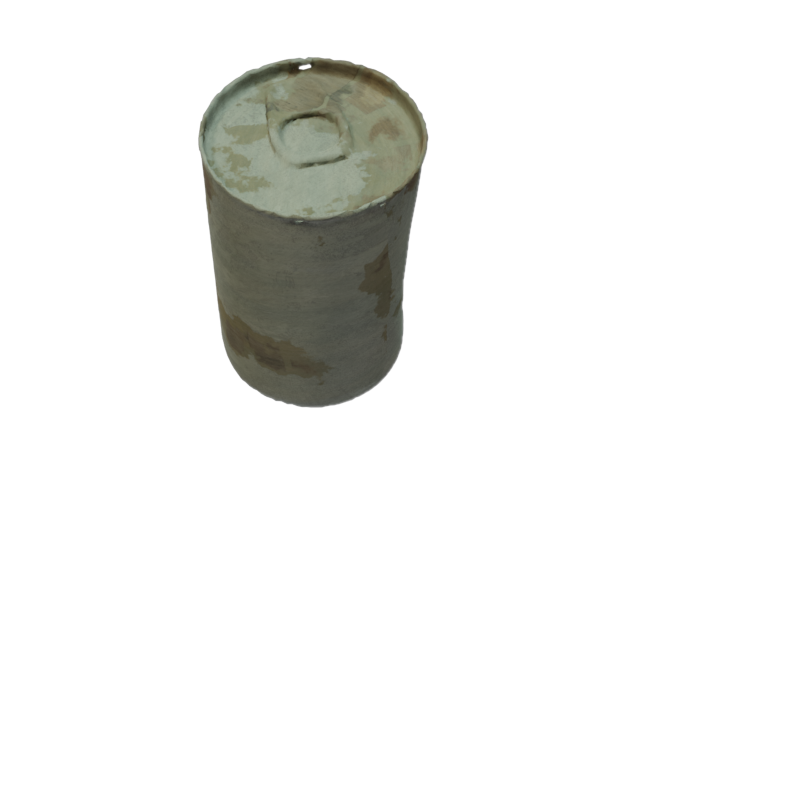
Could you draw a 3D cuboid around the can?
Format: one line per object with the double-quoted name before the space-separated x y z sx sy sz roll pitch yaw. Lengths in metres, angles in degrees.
"can" -0.029 -0.052 0.366 0.068 0.073 0.095 0 -36 -3
